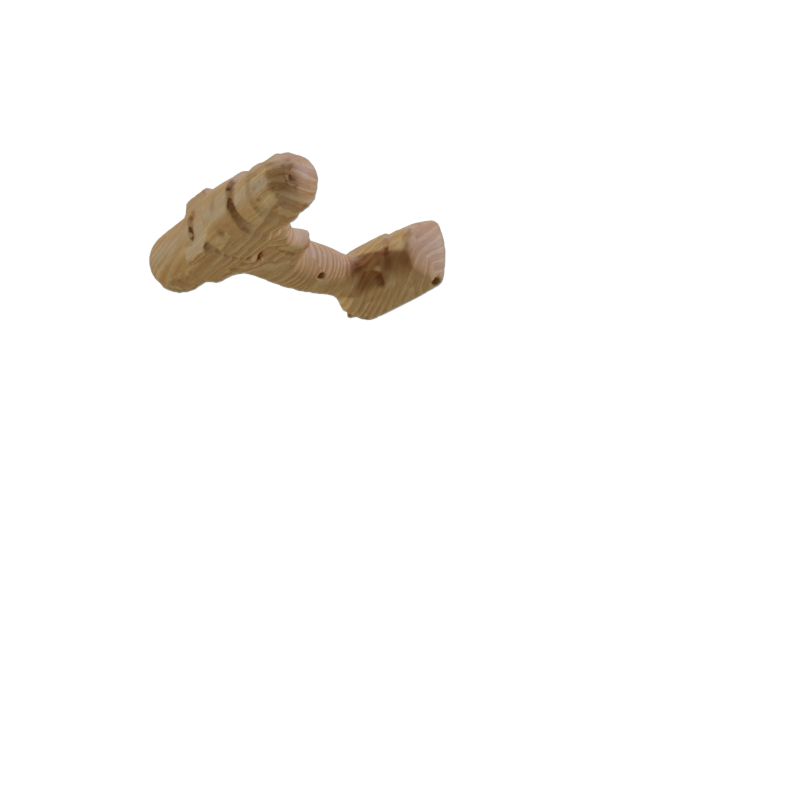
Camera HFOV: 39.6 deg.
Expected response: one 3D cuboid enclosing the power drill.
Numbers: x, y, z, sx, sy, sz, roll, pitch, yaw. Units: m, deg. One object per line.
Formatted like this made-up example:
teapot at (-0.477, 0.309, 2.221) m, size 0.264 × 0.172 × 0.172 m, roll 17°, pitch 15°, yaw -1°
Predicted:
power drill at (-0.062, -0.113, 0.789) m, size 0.179 × 0.060 × 0.185 m, roll 11°, pitch -19°, yaw -34°
